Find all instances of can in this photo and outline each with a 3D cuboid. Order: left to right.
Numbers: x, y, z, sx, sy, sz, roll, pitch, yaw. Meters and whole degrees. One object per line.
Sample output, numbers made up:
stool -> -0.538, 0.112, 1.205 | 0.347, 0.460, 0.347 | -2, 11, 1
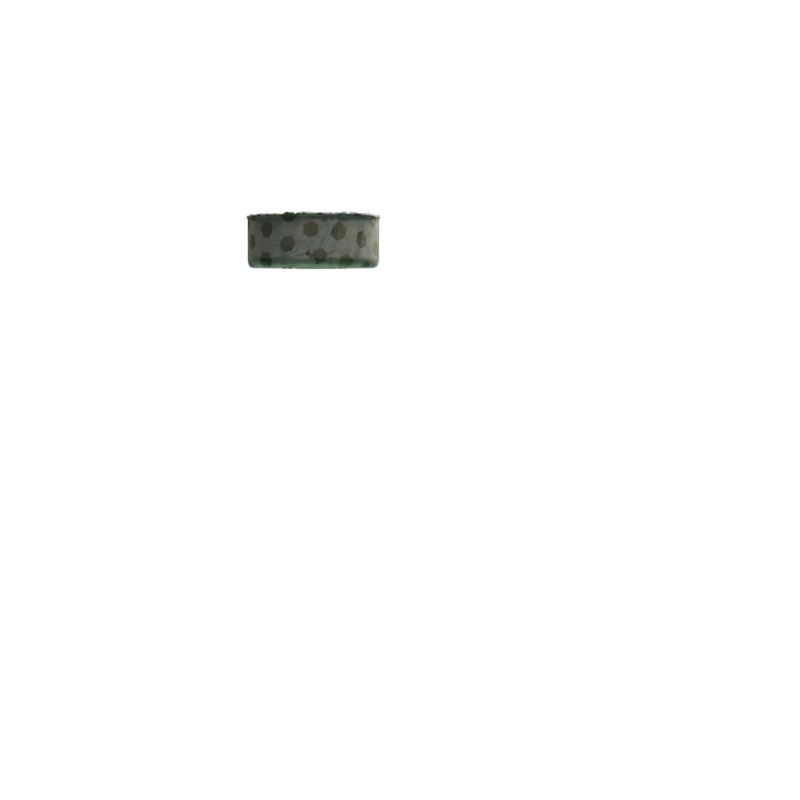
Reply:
can -> -0.056, -0.101, 0.710 | 0.086, 0.033, 0.086 | 0, 5, -2
